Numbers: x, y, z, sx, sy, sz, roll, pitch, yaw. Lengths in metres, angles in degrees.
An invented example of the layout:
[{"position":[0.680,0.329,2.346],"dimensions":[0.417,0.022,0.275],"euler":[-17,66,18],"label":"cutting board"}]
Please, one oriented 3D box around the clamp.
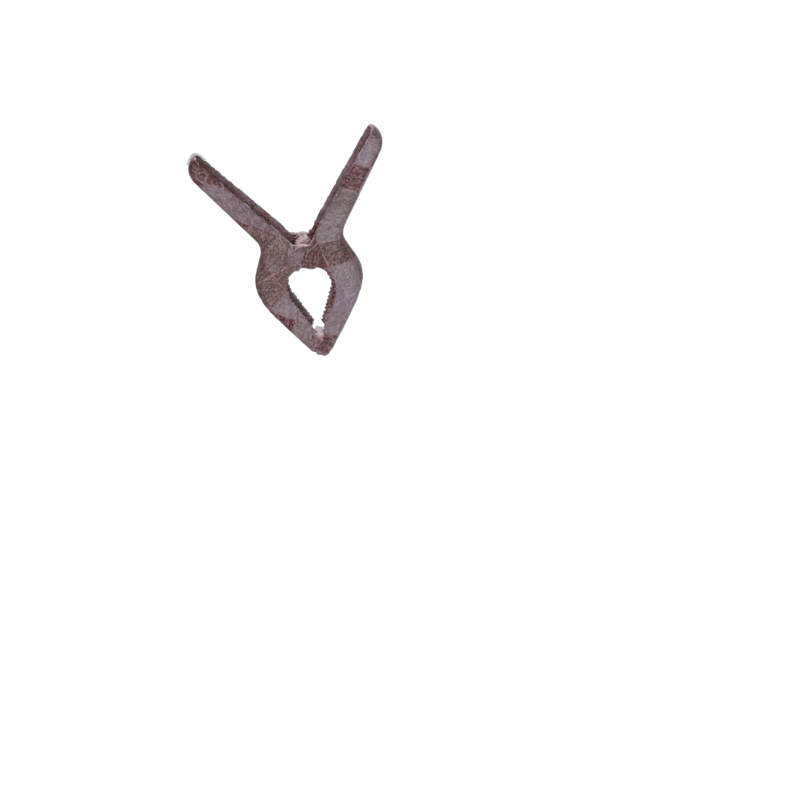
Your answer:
[{"position":[-0.075,-0.138,0.964],"dimensions":[0.165,0.198,0.038],"euler":[-14,24,7],"label":"clamp"}]
